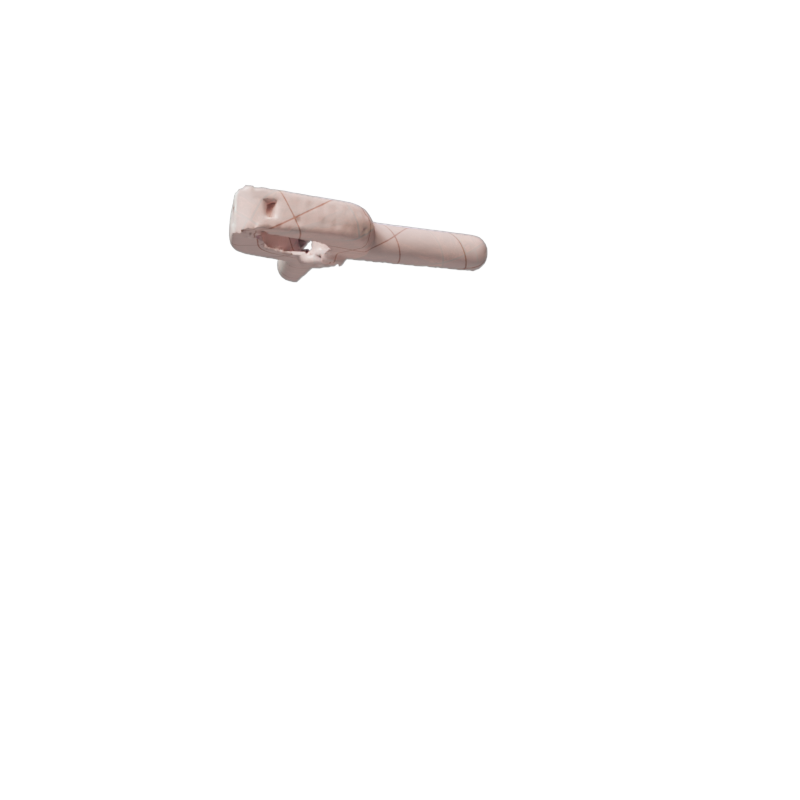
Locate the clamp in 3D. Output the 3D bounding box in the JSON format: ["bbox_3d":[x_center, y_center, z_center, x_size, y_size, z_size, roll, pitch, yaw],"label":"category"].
[{"bbox_3d":[-0.058,-0.106,0.745,0.169,0.037,0.200,-2,-4,33],"label":"clamp"}]
